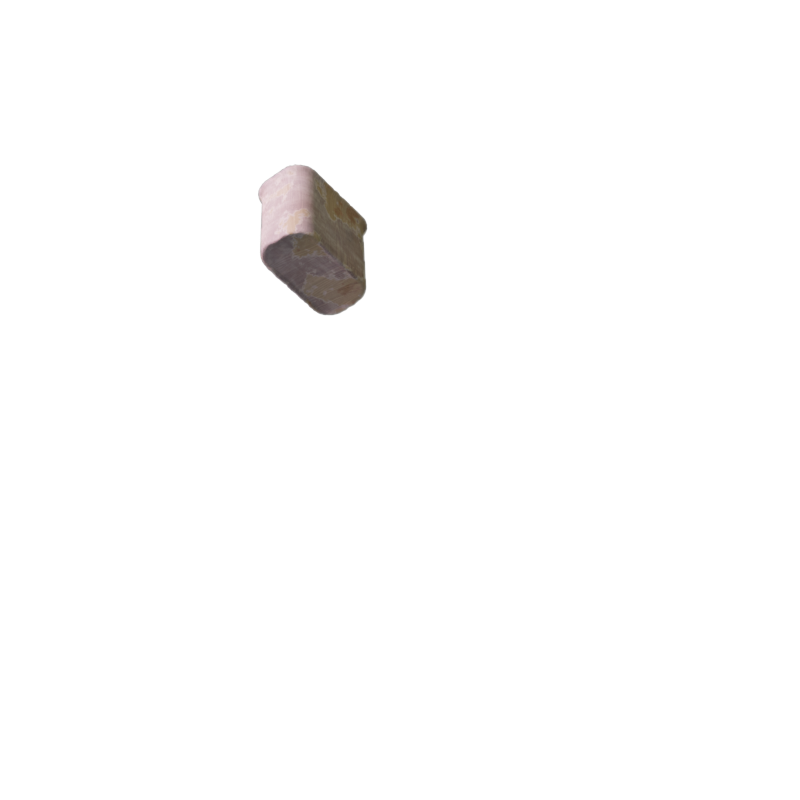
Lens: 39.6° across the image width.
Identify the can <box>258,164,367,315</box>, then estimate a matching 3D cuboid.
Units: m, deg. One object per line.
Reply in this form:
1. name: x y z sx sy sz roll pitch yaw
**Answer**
1. can: -0.072 -0.132 0.923 0.057 0.090 0.095 -31 -52 25
